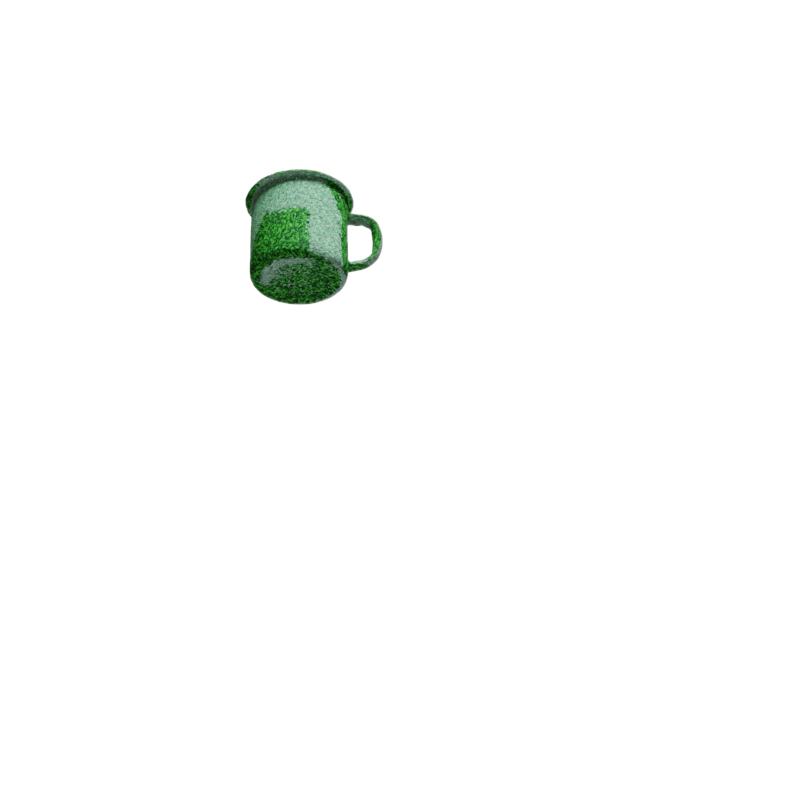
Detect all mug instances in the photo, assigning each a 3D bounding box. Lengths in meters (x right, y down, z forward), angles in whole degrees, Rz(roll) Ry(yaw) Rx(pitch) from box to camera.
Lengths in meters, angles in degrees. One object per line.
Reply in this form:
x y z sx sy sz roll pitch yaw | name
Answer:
-0.073 -0.133 0.933 0.116 0.087 0.088 3 -32 -7 | mug
